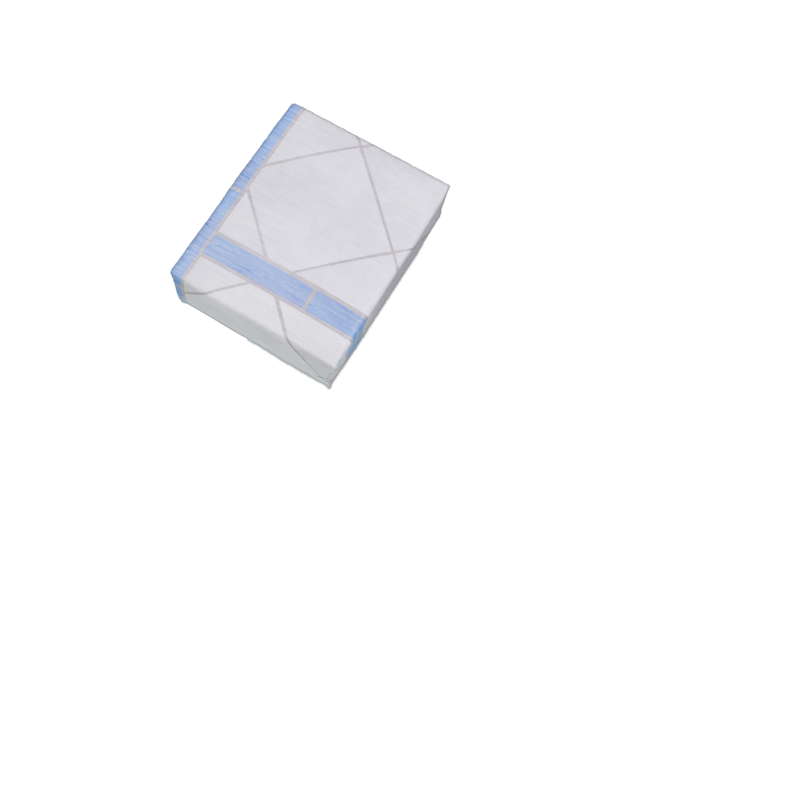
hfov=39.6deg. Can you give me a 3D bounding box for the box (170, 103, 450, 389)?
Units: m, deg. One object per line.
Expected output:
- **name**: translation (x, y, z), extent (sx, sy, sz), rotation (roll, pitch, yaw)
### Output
- **box**: translation (-0.042, -0.076, 0.535), extent (0.092, 0.116, 0.037), rotation (28, -20, 10)
